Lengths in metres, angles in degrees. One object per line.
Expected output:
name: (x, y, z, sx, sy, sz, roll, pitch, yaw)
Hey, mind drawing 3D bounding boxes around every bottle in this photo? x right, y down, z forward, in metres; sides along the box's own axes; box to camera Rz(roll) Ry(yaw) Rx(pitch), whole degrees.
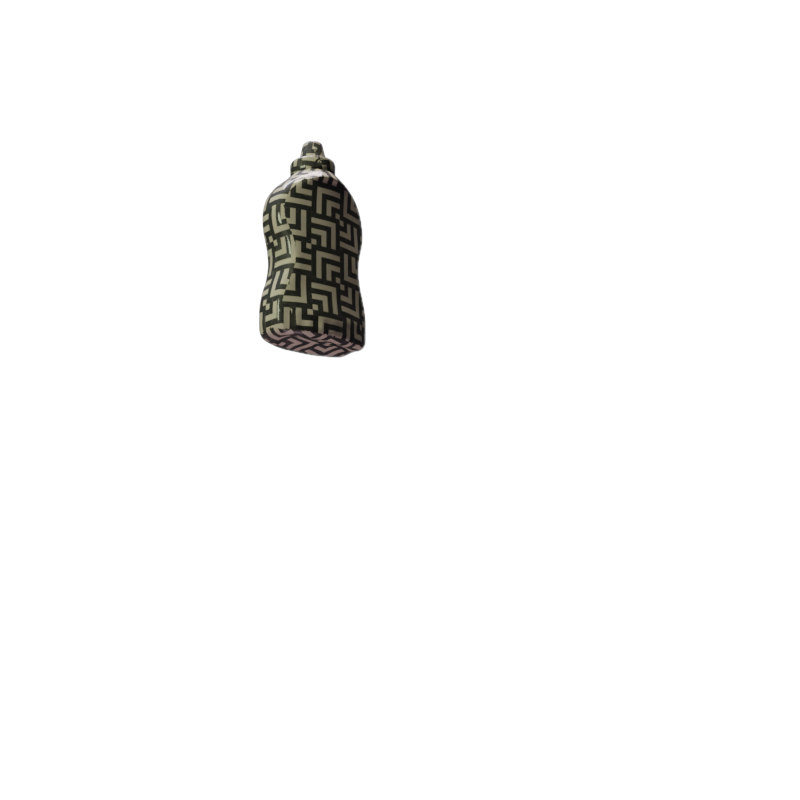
bottle: (-0.076, -0.139, 0.973, 0.091, 0.201, 0.058, 13, -25, -35)
